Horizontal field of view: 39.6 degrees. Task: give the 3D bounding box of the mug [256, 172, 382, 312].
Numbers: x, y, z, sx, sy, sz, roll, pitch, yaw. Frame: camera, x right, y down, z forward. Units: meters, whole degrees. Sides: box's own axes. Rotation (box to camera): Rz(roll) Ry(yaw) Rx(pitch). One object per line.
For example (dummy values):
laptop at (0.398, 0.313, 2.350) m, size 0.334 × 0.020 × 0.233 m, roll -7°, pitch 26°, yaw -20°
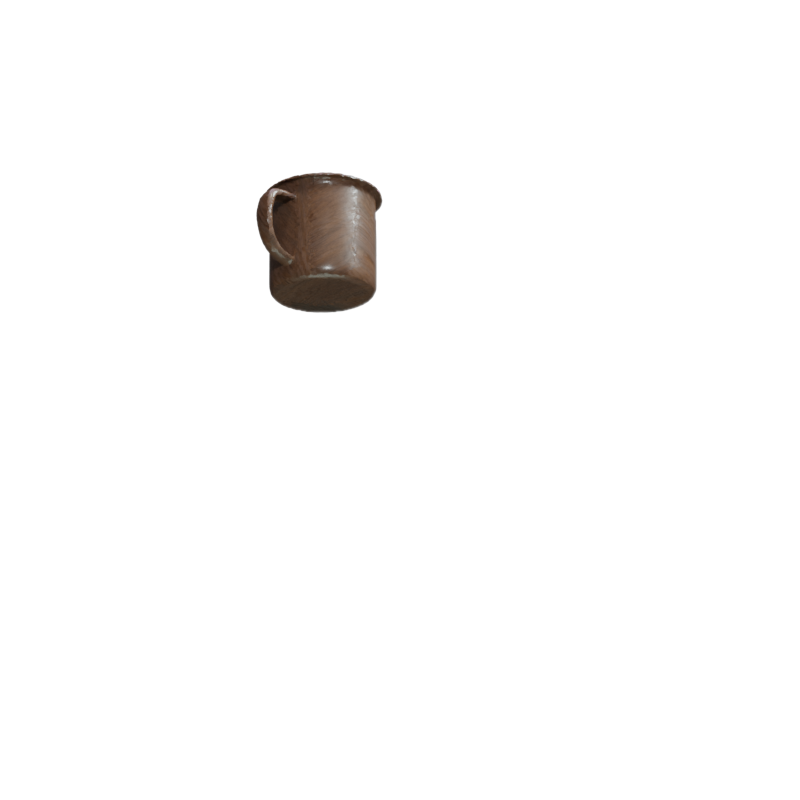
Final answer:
mug at (-0.066, -0.120, 0.842) m, size 0.095 × 0.086 × 0.109 m, roll -14°, pitch -24°, yaw 32°
